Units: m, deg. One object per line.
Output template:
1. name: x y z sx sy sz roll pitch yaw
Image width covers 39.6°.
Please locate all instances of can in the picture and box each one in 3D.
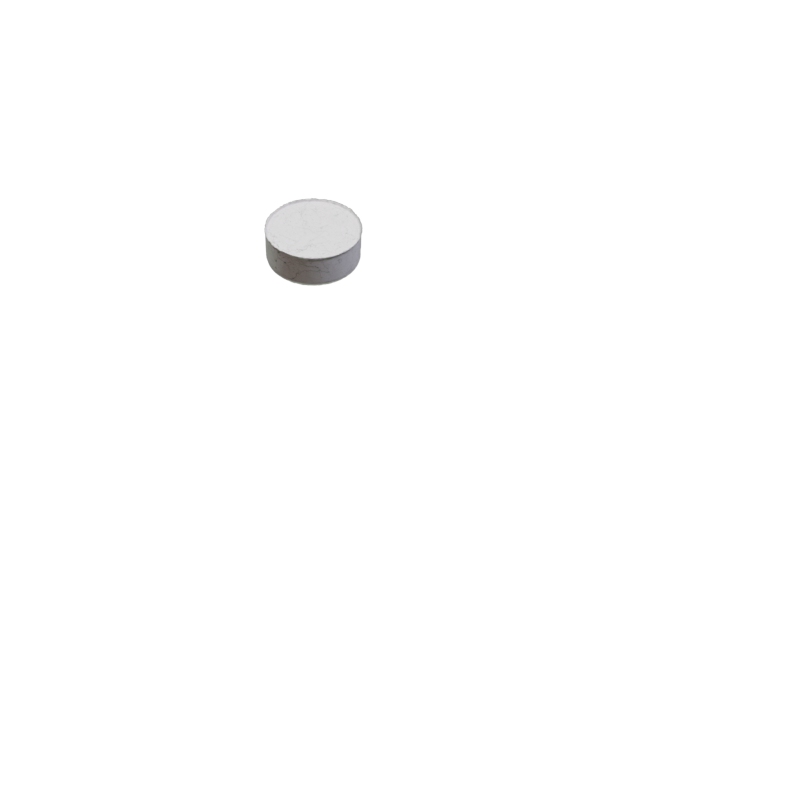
1. can: -0.077 -0.140 0.979 0.086 0.031 0.092 -1 43 -2
